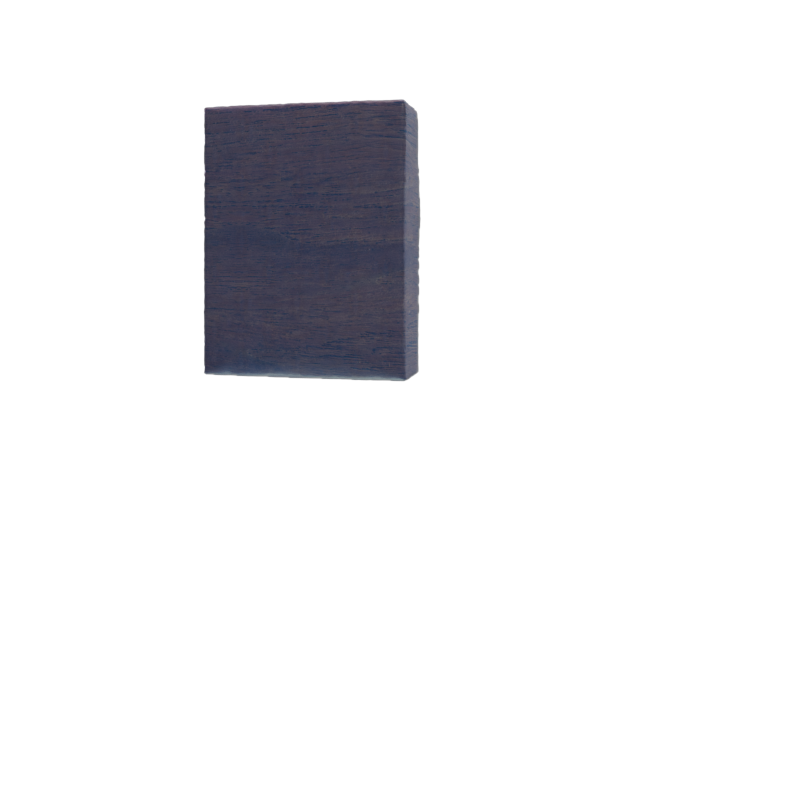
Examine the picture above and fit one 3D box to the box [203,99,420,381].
[{"bbox_3d":[-0.069,-0.126,0.883,0.167,0.214,0.070,1,0,14],"label":"box"}]
